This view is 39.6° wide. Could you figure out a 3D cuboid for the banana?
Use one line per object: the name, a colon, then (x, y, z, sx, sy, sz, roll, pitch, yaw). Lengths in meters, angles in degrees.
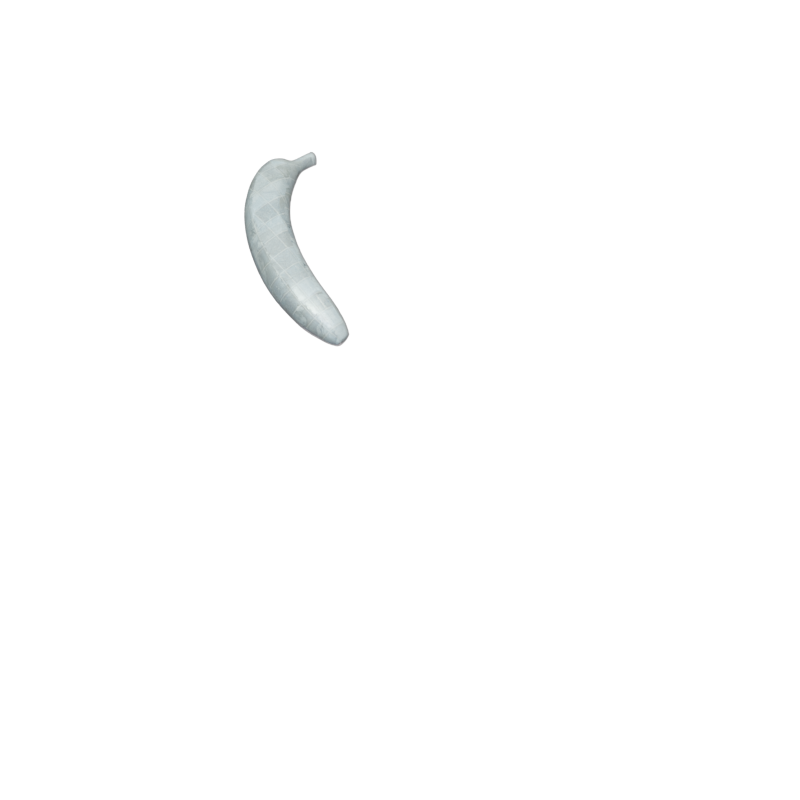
banana: (-0.089, -0.129, 0.895, 0.069, 0.212, 0.034, -7, -33, -6)
